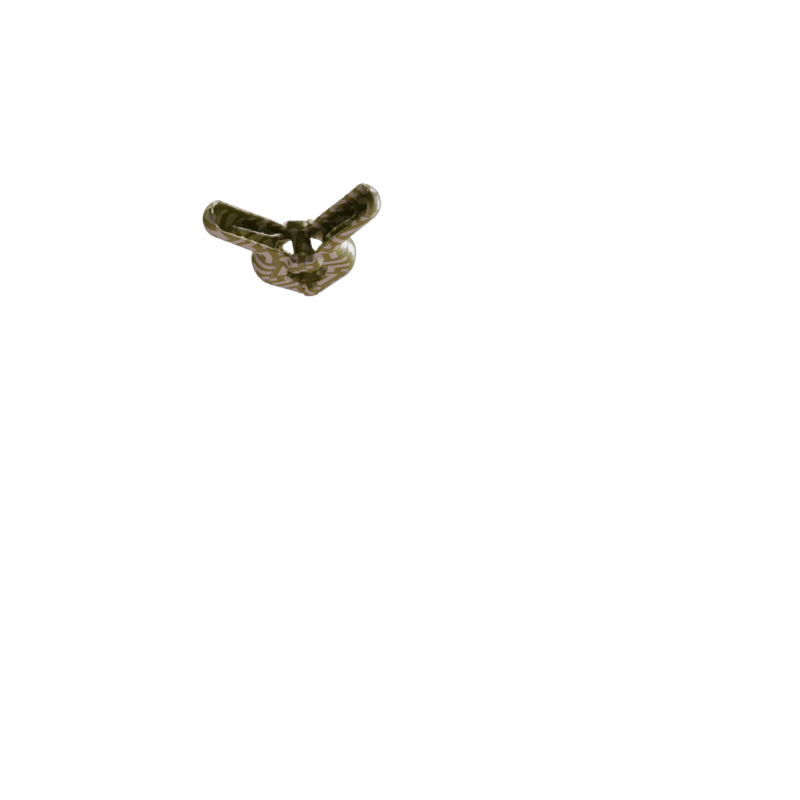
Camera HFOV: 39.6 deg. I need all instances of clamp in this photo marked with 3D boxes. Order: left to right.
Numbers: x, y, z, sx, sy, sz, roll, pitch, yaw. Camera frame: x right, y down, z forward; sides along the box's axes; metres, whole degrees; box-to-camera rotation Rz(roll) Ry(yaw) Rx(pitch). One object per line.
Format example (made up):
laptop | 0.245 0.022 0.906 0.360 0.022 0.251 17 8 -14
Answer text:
clamp | -0.063 -0.116 0.811 0.122 0.040 0.164 -2 -10 10
